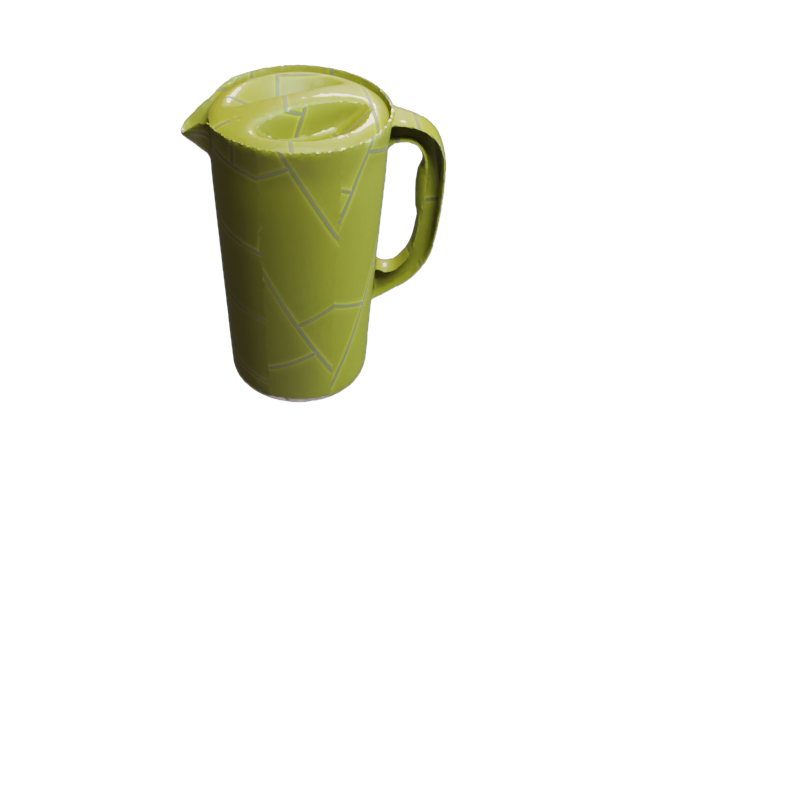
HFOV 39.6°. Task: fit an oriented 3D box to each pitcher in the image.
[{"bbox_3d":[-0.066,-0.120,0.838,0.159,0.227,0.145,31,46,31],"label":"pitcher"}]
